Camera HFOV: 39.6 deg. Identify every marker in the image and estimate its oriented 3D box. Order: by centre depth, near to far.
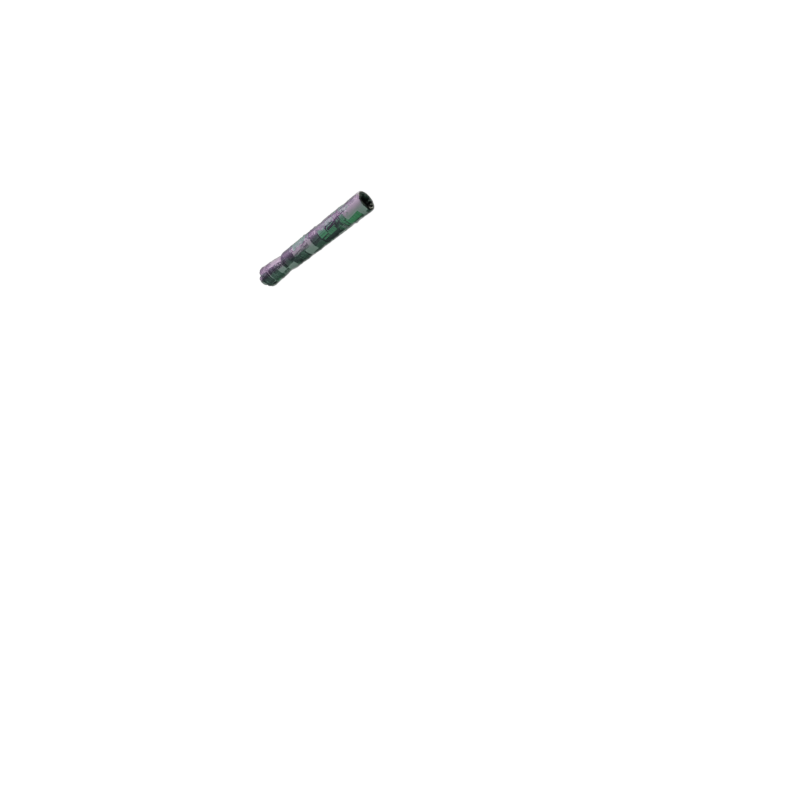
[{"bbox_3d":[-0.070,-0.128,0.894,0.120,0.021,0.019,-33,-15,30],"label":"marker"}]
